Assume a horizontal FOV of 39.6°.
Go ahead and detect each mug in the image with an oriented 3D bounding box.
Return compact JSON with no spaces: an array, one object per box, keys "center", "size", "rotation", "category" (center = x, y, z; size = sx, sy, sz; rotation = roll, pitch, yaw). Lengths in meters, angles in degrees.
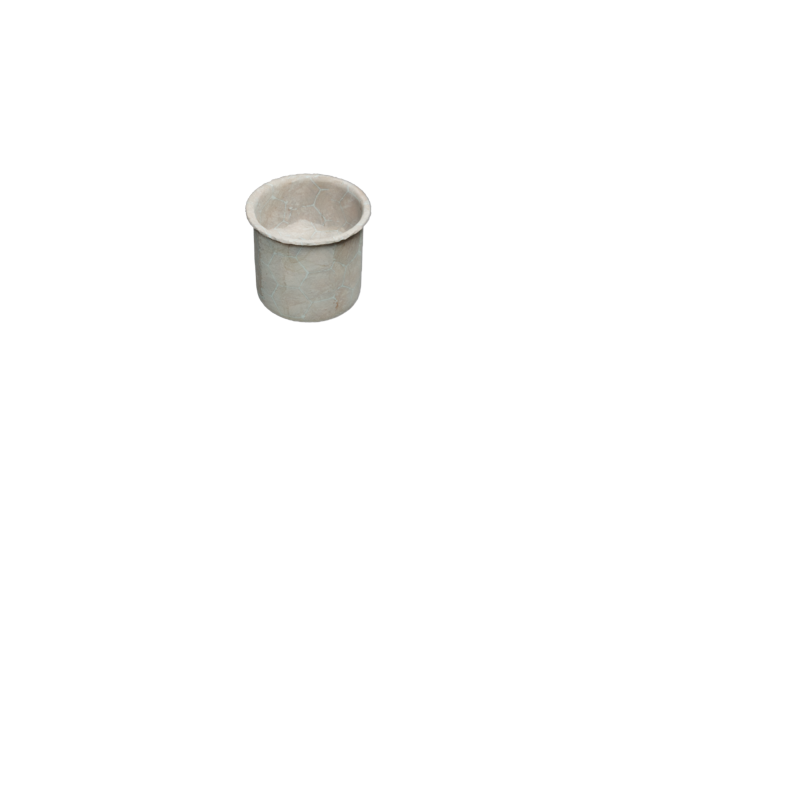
[{"center":[-0.066,-0.121,0.848],"size":[0.095,0.076,0.123],"rotation":[11,41,11],"category":"mug"}]
